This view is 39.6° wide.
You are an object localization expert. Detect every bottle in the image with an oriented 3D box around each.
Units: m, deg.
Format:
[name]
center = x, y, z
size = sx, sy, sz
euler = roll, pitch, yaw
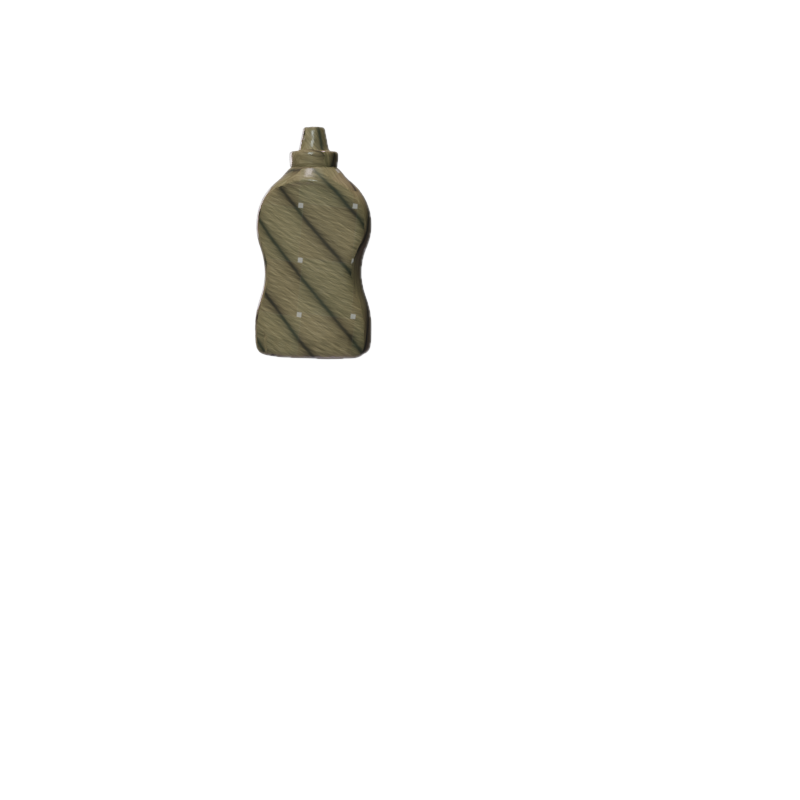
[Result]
[bottle]
center = -0.073, -0.133, 0.932
size = 0.098, 0.190, 0.057
euler = 1, 3, 15
